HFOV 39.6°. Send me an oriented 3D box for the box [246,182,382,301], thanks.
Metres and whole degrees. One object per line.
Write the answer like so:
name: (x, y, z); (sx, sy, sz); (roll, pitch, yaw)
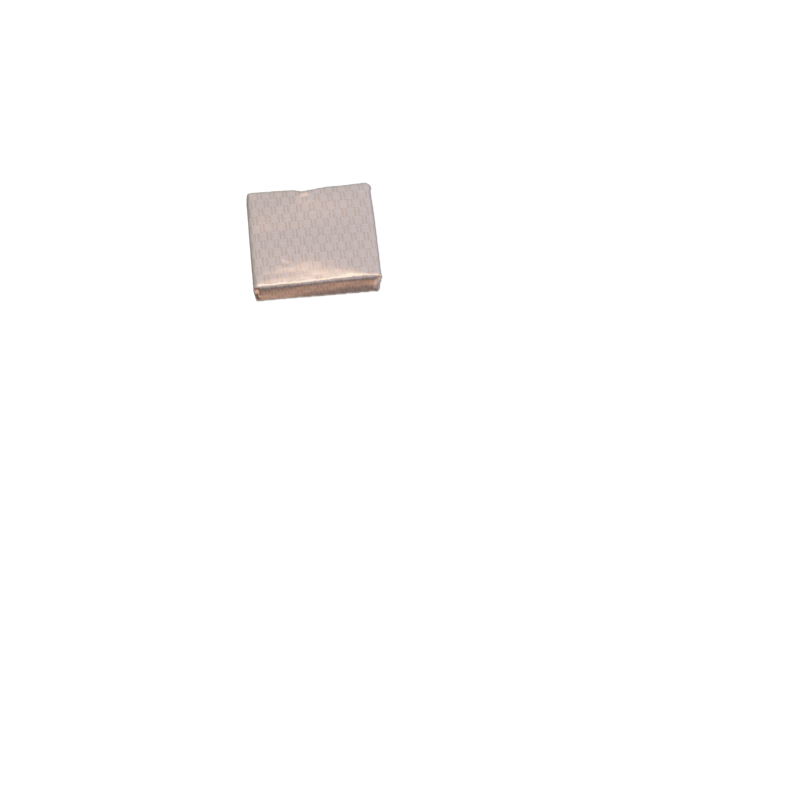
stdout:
box: (-0.060, -0.111, 0.774); (0.089, 0.077, 0.029); (-6, -23, -3)
